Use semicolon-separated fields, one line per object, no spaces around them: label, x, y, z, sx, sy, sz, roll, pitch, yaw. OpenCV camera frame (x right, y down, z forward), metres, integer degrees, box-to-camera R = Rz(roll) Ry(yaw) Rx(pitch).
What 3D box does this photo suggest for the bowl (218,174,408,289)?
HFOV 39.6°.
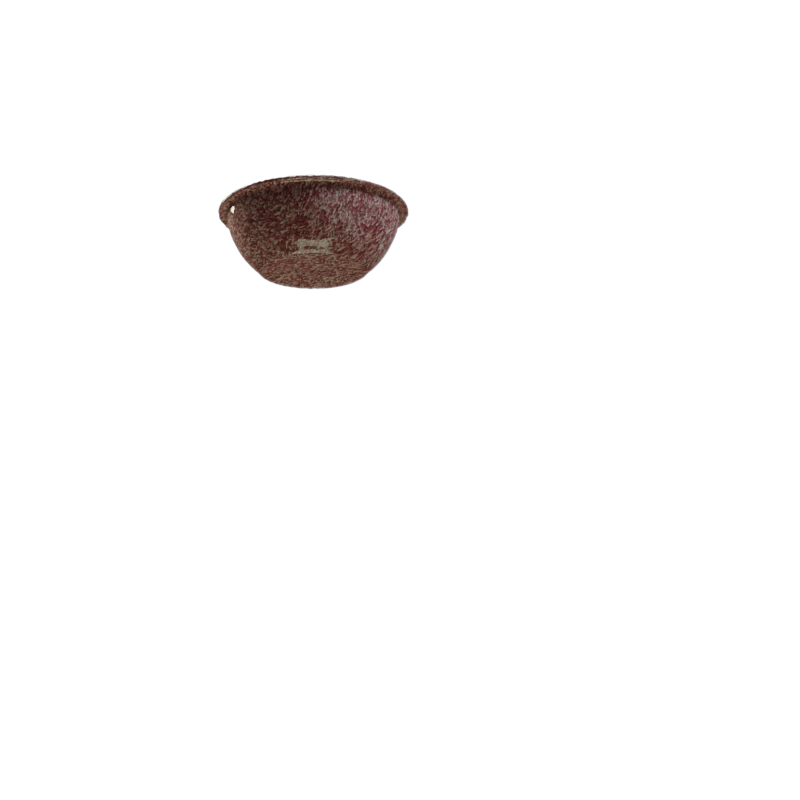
bowl;-0.073;-0.134;0.936;0.162;0.057;0.156;0;-15;-2
